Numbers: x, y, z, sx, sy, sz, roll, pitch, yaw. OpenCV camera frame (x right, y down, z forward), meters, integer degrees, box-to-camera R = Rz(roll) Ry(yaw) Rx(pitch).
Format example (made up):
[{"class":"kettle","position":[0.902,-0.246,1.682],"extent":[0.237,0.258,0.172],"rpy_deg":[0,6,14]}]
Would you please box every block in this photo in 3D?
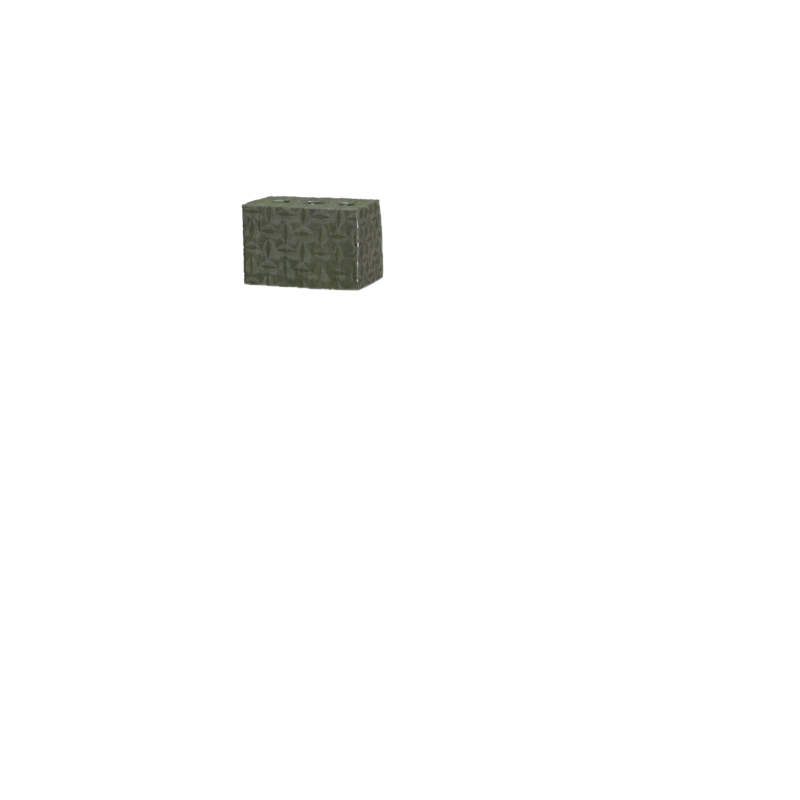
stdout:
[{"class":"block","position":[-0.054,-0.099,0.695],"extent":[0.080,0.050,0.053],"rpy_deg":[4,13,16]}]
